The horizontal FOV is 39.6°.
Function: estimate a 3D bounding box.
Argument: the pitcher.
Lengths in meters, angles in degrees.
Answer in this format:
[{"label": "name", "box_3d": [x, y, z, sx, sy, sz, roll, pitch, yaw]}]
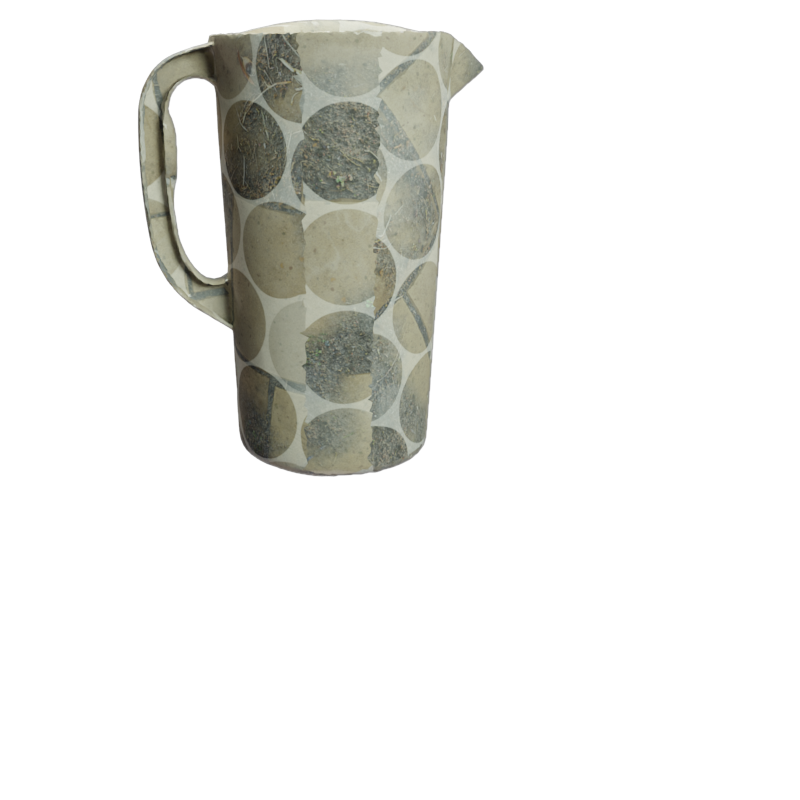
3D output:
[{"label": "pitcher", "box_3d": [-0.048, -0.088, 0.618, 0.156, 0.237, 0.142, 8, 14, 33]}]
